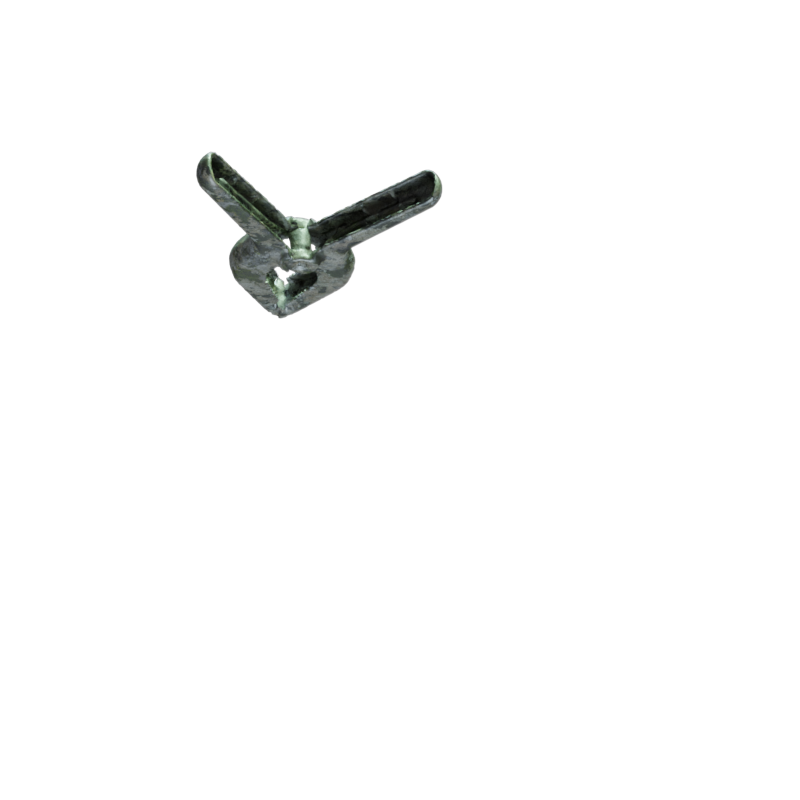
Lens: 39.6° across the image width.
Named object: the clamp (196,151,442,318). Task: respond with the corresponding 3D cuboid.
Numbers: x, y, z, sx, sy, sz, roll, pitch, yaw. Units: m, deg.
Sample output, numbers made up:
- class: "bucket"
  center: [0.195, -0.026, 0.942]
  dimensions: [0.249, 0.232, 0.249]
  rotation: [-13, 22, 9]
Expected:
- class: "clamp"
  center: [-0.063, -0.116, 0.809]
  dimensions: [0.163, 0.038, 0.200]
  rotation: [2, -22, -6]
